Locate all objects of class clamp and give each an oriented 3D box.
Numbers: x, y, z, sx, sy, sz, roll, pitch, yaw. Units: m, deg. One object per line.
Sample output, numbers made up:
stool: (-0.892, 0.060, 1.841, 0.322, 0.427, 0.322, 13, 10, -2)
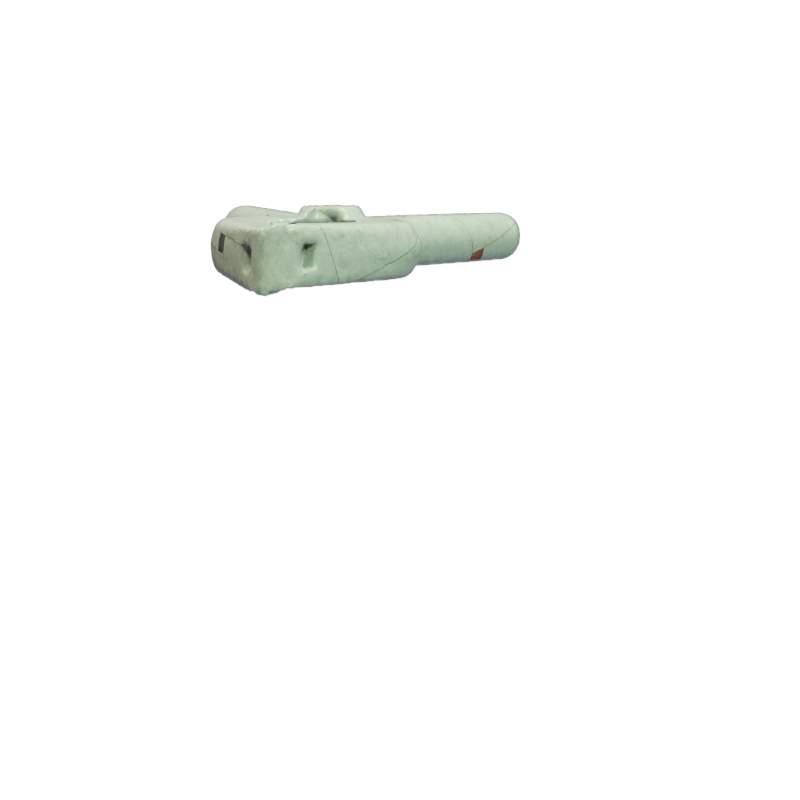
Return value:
clamp: (-0.042, -0.076, 0.535, 0.169, 0.036, 0.208, 4, 12, 18)
